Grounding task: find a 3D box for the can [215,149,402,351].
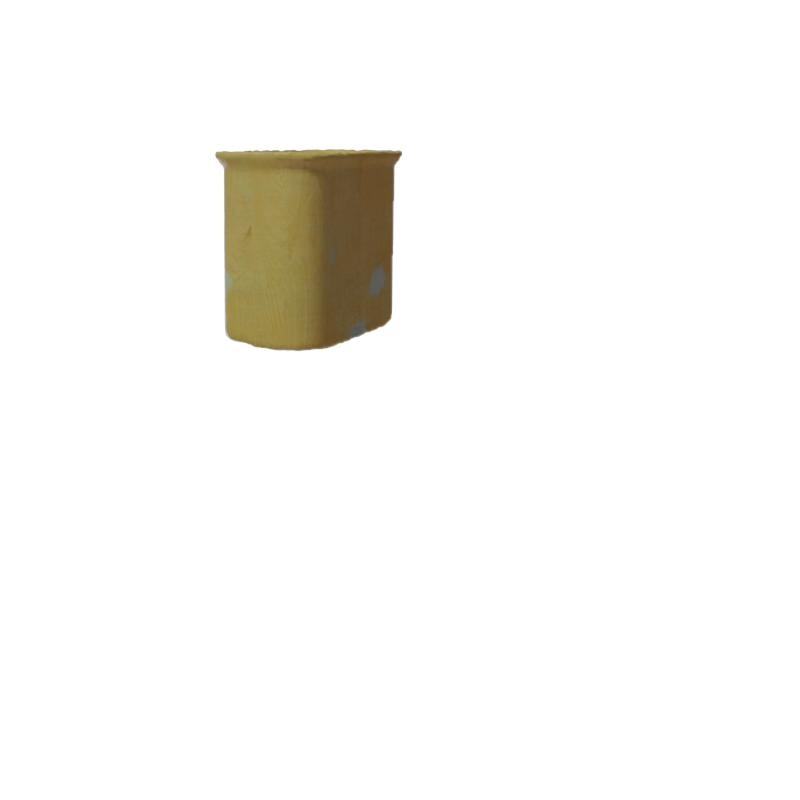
[{"bbox_3d":[-0.040,-0.073,0.508,0.059,0.082,0.101,4,11,24],"label":"can"}]
